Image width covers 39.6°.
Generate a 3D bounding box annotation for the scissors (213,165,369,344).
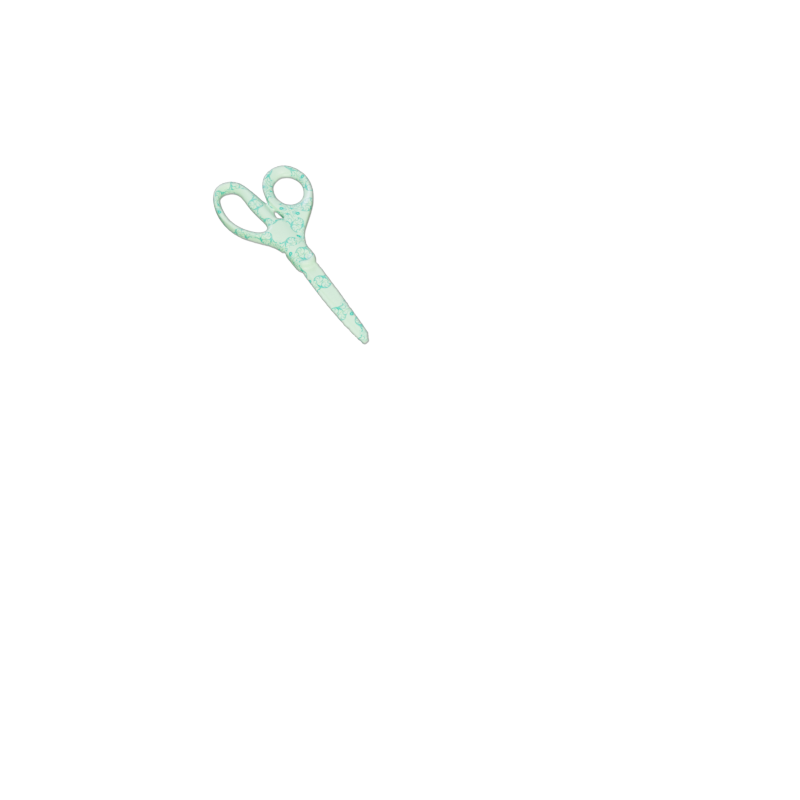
[{"bbox_3d":[-0.074,-0.135,0.949,0.213,0.097,0.015,37,-27,22],"label":"scissors"}]
